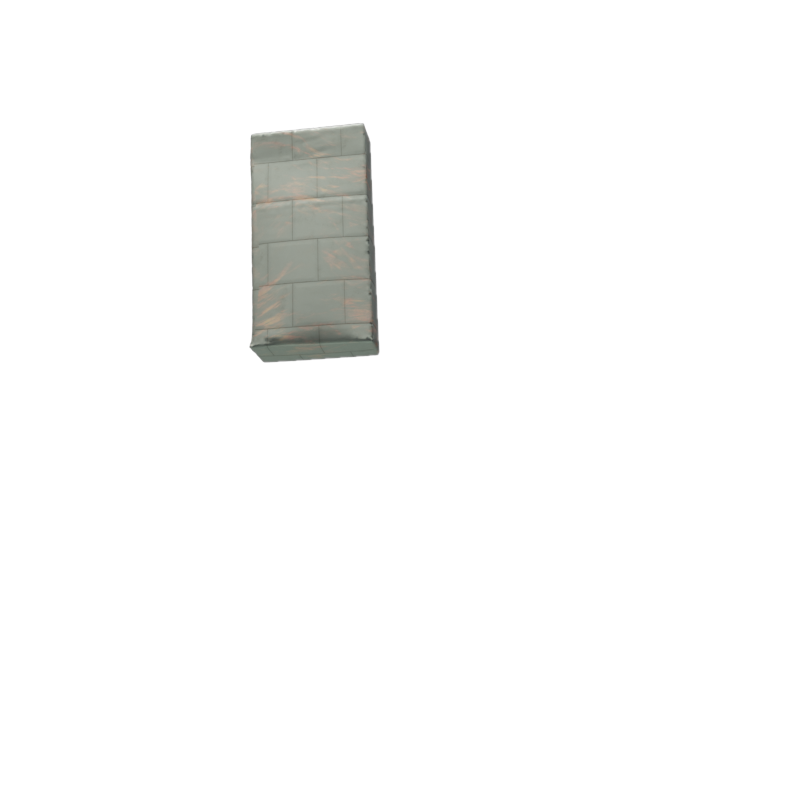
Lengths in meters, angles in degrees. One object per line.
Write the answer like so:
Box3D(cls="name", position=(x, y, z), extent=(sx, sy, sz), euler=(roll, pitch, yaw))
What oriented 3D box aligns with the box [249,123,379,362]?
Box3D(cls="box", position=(-0.066, -0.121, 0.848), extent=(0.094, 0.185, 0.045), euler=(-4, -21, 8))
